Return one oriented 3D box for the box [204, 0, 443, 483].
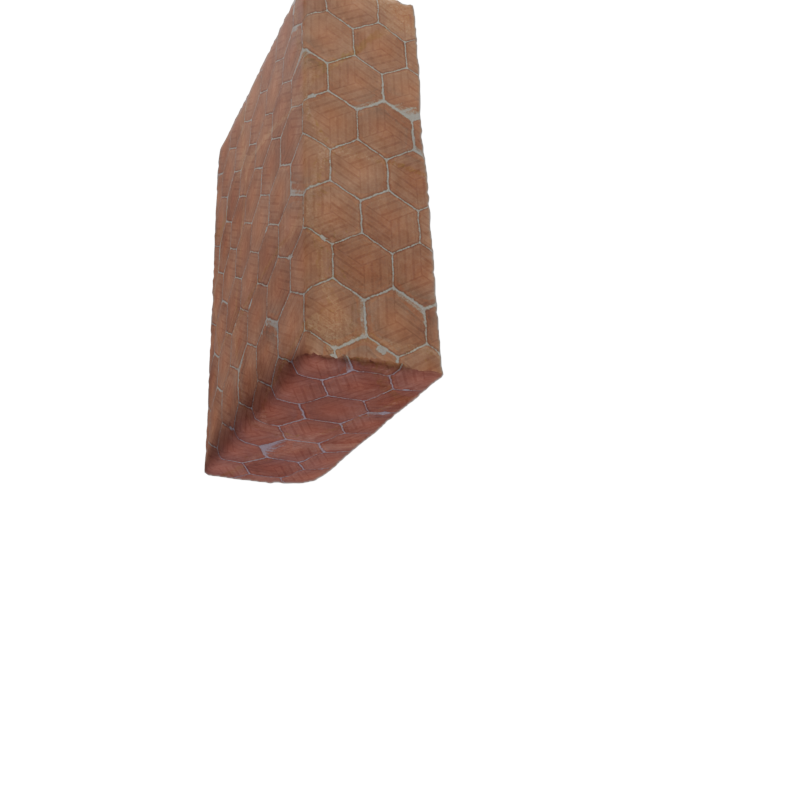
[{"bbox_3d":[-0.045,-0.083,0.581,0.069,0.227,0.160,10,-29,-22],"label":"box"}]
